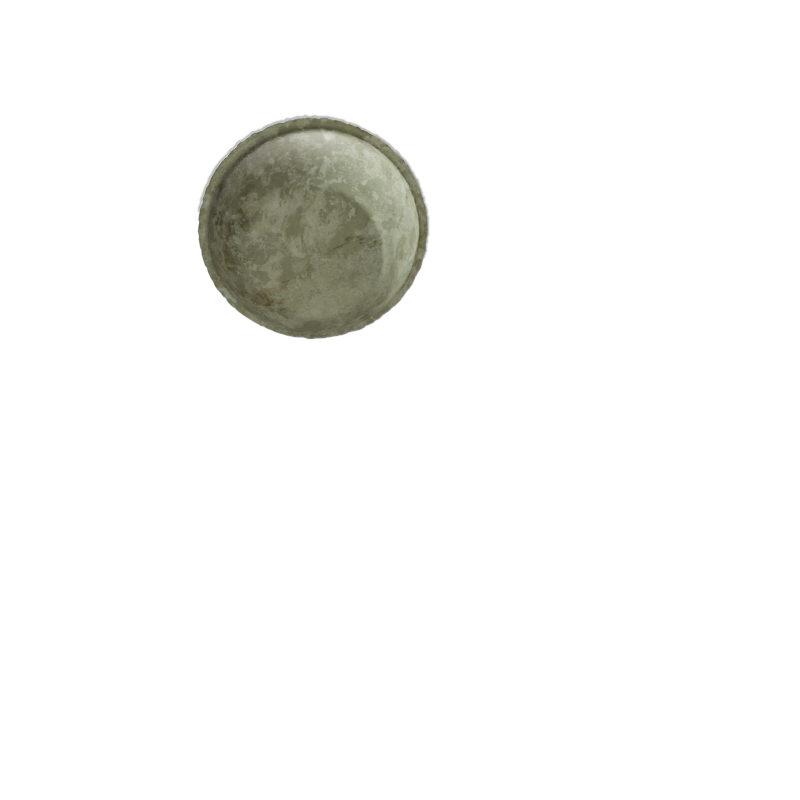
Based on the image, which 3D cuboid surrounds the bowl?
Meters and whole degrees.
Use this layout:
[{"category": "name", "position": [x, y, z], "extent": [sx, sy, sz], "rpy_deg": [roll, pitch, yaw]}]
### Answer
[{"category": "bowl", "position": [-0.059, -0.107, 0.753], "extent": [0.162, 0.155, 0.057], "rpy_deg": [0, 19, -1]}]
